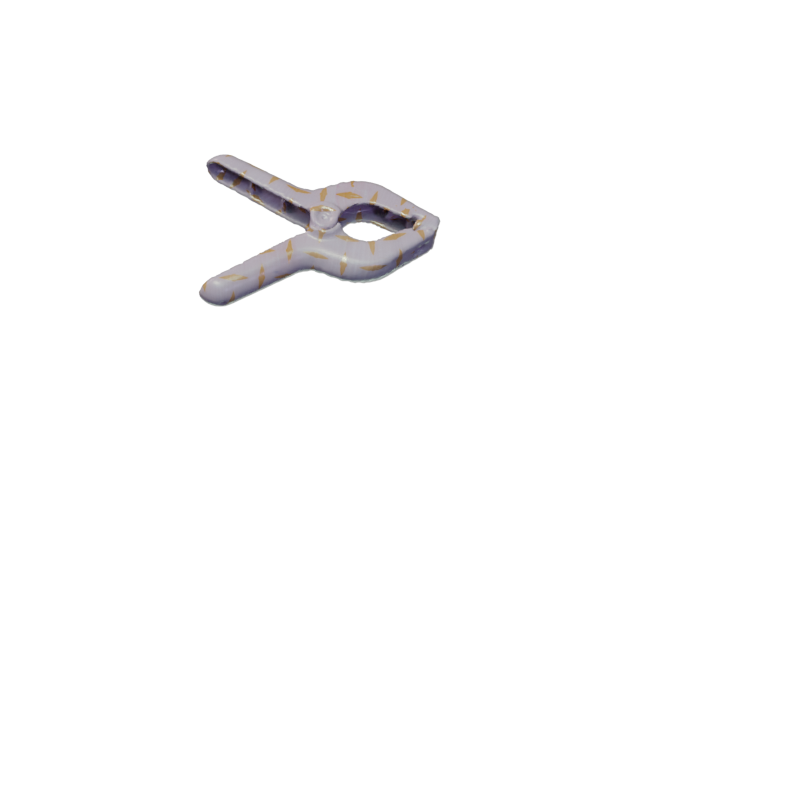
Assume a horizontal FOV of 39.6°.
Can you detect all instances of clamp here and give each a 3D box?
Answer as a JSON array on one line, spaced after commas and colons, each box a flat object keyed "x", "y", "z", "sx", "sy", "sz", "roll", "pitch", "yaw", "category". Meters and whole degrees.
[{"x": -0.061, "y": -0.110, "z": 0.773, "sx": 0.172, "sy": 0.126, "sz": 0.037, "roll": 7, "pitch": -25, "yaw": 3, "category": "clamp"}]
